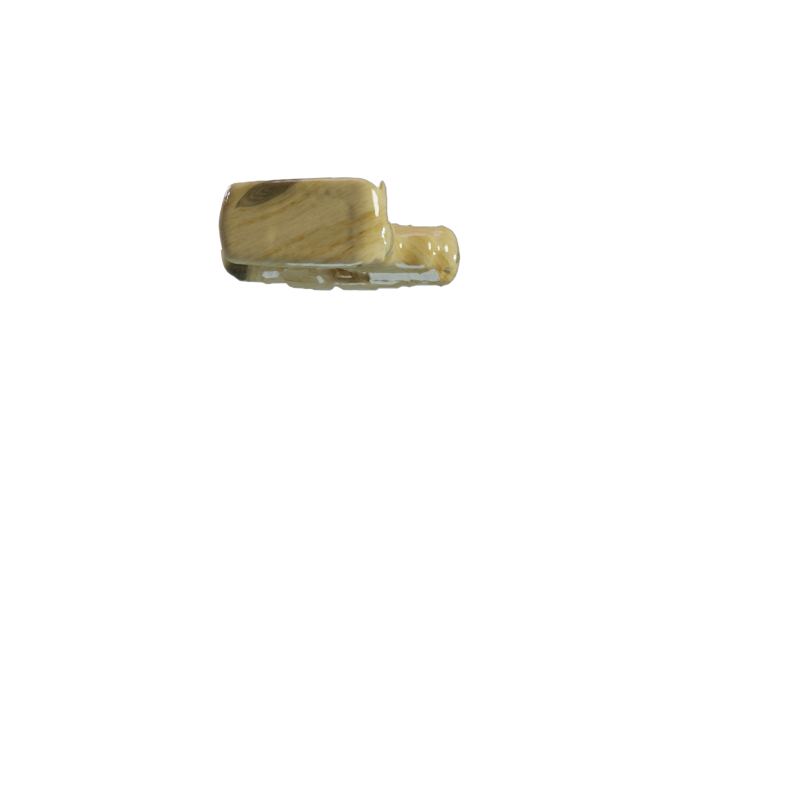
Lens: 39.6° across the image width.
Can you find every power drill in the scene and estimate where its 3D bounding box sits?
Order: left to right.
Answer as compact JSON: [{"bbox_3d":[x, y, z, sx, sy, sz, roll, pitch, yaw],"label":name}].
[{"bbox_3d":[-0.061,-0.111,0.776,0.188,0.058,0.183,0,0,13],"label":"power drill"}]
